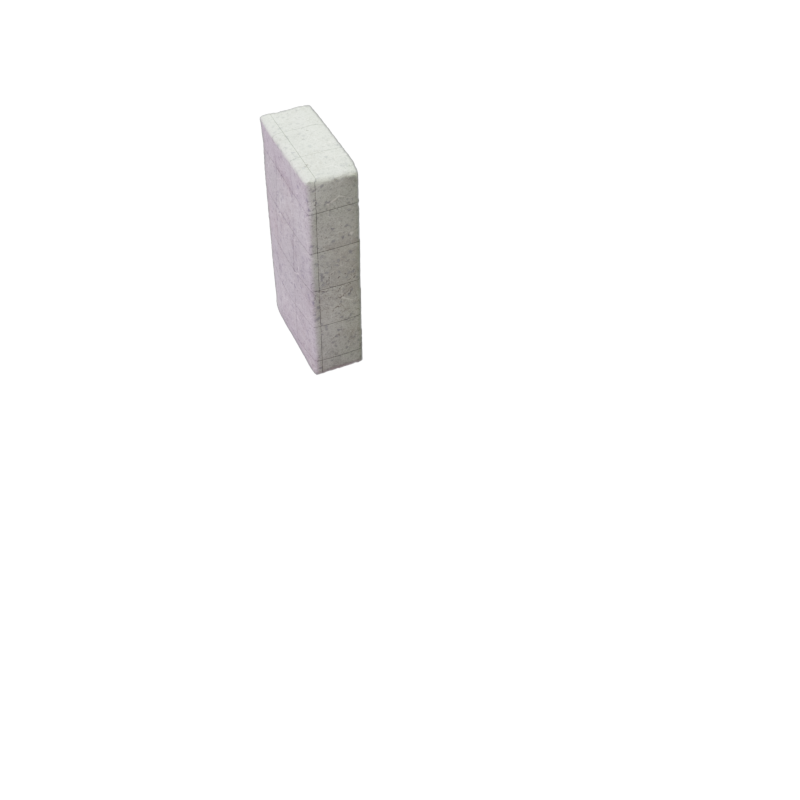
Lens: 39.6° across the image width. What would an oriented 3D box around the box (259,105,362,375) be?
[{"bbox_3d":[-0.063,-0.115,0.805,0.047,0.164,0.101,-14,44,-19],"label":"box"}]
